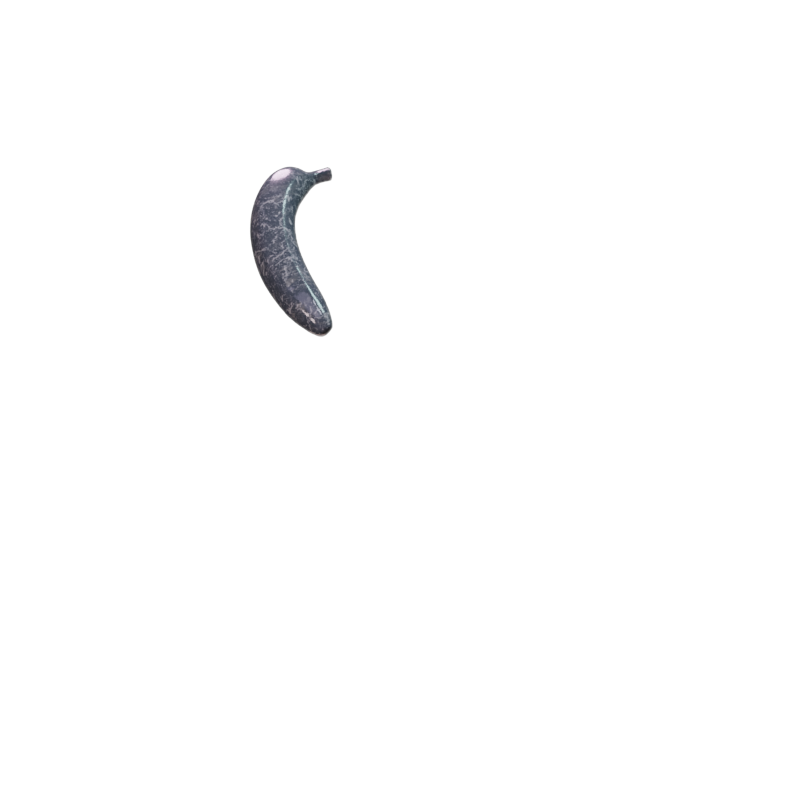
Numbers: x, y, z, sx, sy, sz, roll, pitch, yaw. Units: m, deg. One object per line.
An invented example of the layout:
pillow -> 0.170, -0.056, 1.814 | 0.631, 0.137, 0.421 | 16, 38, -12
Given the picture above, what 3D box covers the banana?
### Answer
banana -> -0.090, -0.134, 0.920 | 0.069, 0.212, 0.034 | -1, -41, -2
